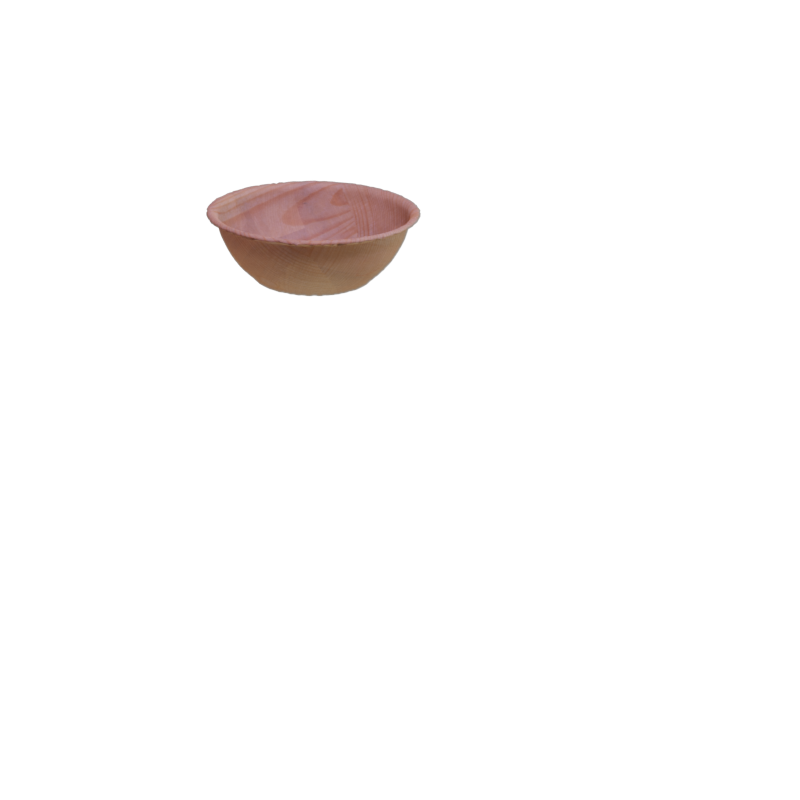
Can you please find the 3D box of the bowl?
[{"bbox_3d":[-0.066,-0.121,0.846,0.162,0.052,0.170,-1,25,-2],"label":"bowl"}]
